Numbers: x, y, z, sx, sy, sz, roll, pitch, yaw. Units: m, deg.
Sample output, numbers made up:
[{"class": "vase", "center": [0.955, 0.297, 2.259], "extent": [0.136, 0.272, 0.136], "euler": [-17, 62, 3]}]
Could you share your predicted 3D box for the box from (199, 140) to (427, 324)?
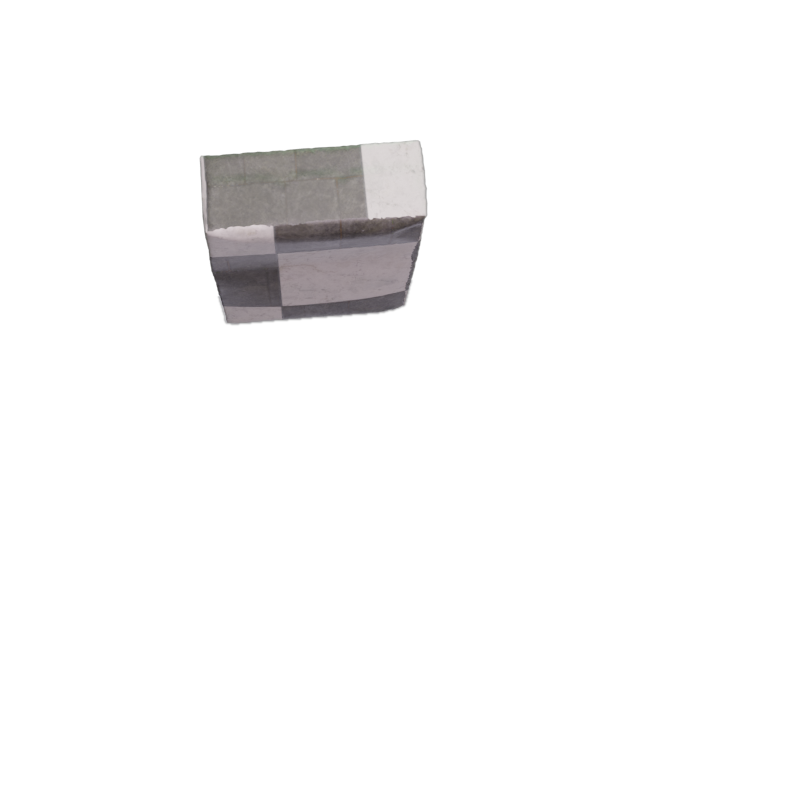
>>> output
[{"class": "box", "center": [-0.070, -0.128, 0.894], "extent": [0.163, 0.075, 0.205], "euler": [-5, -14, -4]}]
